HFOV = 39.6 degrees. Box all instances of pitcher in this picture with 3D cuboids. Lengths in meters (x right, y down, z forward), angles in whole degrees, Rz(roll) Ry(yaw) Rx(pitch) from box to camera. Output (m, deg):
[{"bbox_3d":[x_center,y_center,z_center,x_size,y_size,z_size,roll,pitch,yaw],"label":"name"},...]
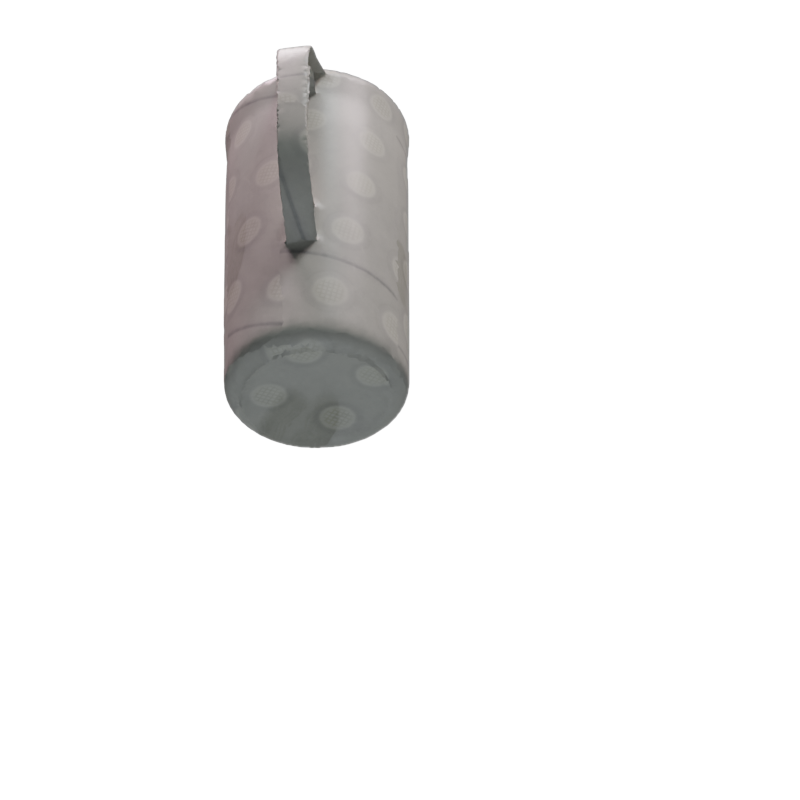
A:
[{"bbox_3d":[-0.056,-0.102,0.716,0.141,0.261,0.142,28,-51,-29],"label":"pitcher"}]
